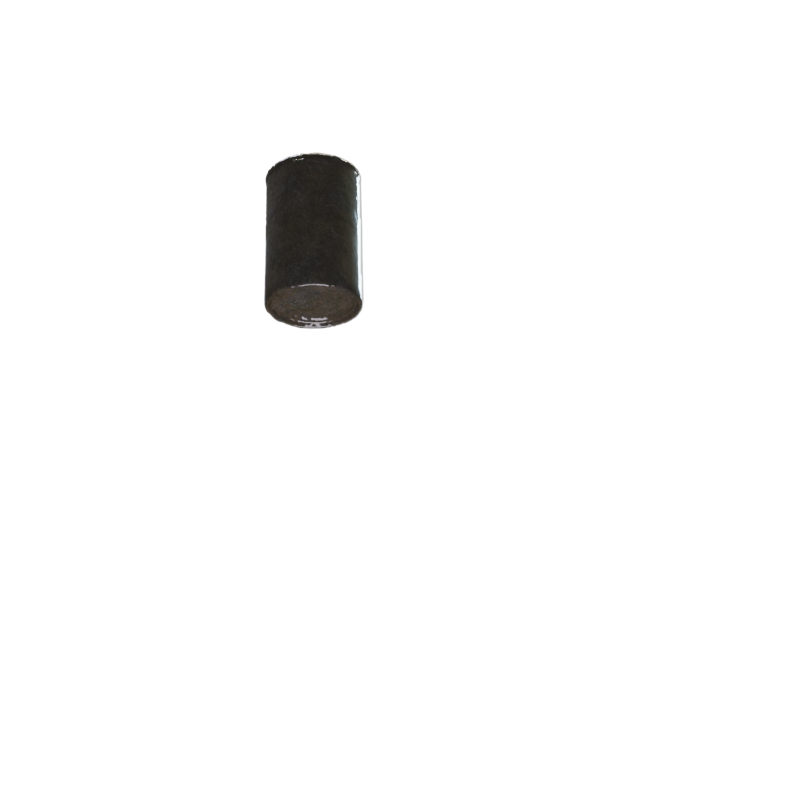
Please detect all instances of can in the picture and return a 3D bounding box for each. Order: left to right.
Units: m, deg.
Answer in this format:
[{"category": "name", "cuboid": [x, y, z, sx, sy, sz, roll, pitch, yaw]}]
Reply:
[{"category": "can", "cuboid": [-0.059, -0.109, 0.760, 0.068, 0.109, 0.065, 0, -27, -2]}]
